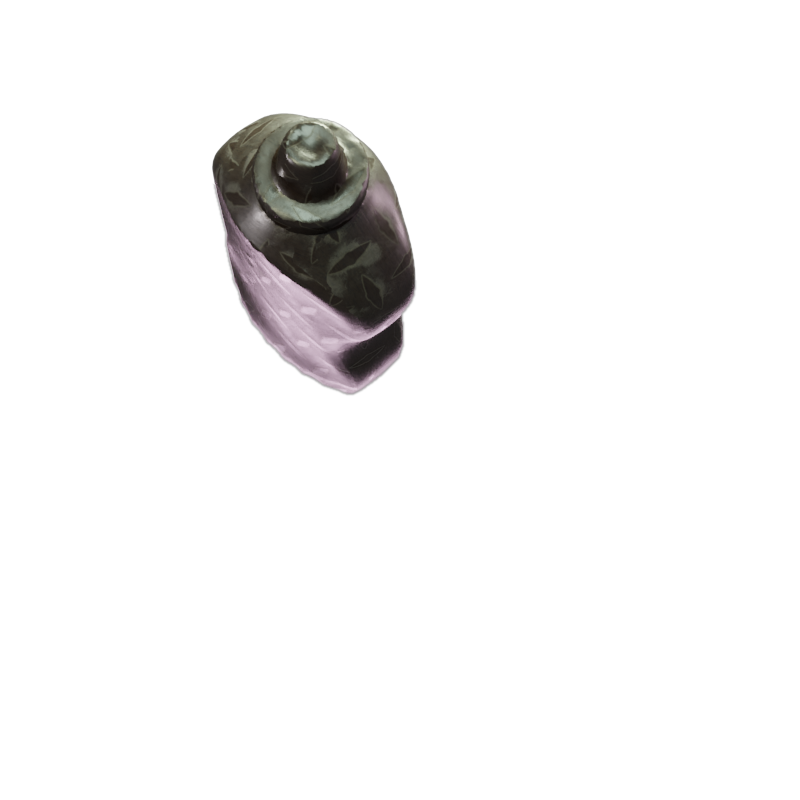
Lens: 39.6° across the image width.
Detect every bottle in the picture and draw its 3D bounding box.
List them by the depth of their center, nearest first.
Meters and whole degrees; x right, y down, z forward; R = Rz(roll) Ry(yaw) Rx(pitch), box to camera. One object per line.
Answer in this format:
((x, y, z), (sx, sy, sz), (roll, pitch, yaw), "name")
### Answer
((-0.036, -0.064, 0.452), (0.059, 0.099, 0.185), (-37, -9, -11), "bottle")
